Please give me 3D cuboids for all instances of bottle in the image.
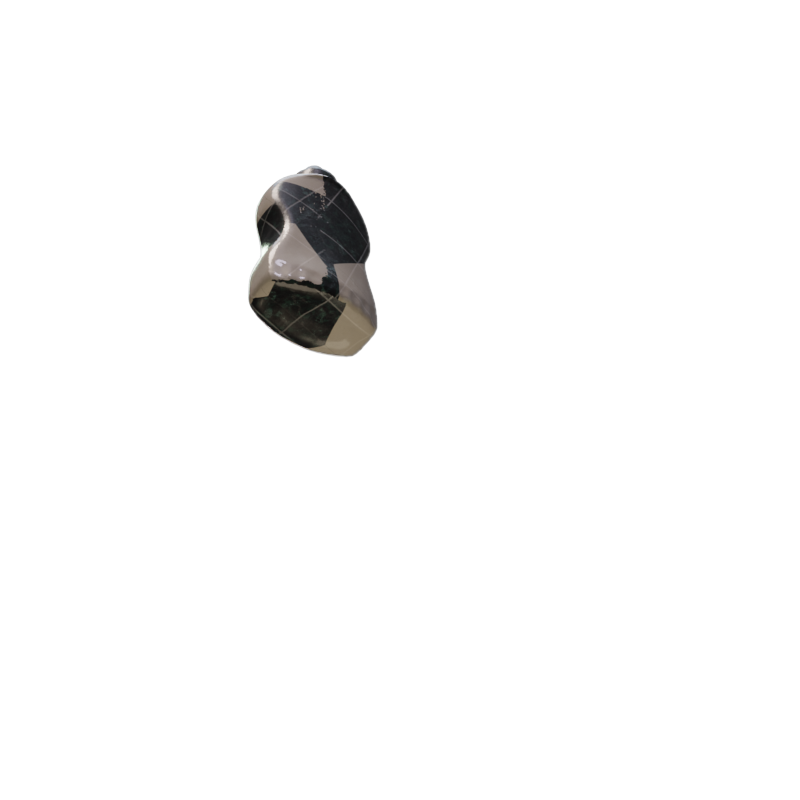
[{"bbox_3d":[-0.067,-0.123,0.862,0.092,0.057,0.206,24,35,-22],"label":"bottle"}]
